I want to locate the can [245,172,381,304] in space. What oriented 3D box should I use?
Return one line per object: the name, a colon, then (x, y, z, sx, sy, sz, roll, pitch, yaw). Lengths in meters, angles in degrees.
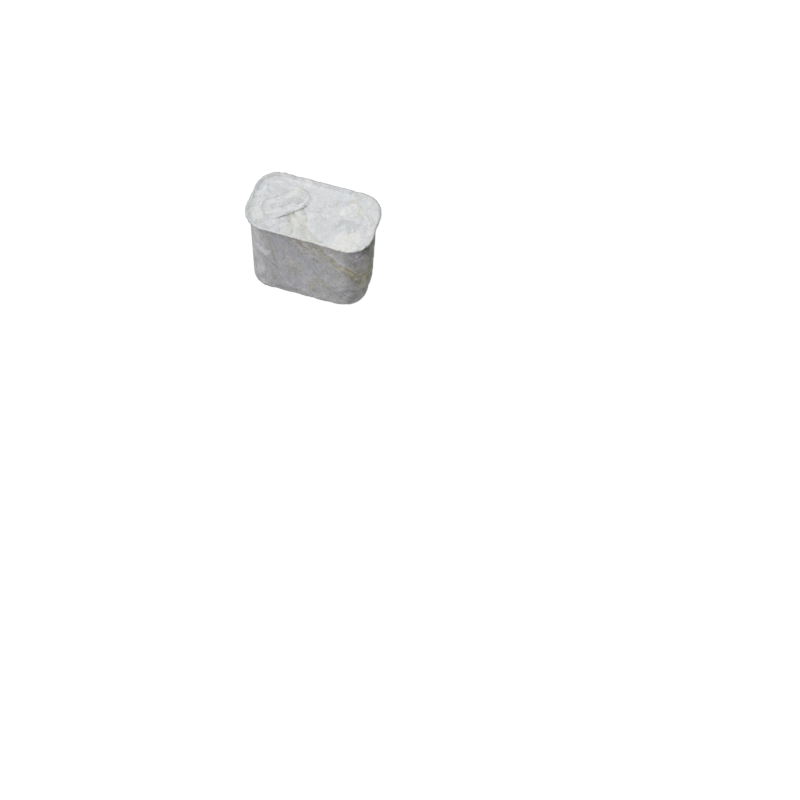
can: (-0.069, -0.126, 0.880, 0.104, 0.060, 0.078, 16, -30, 8)
